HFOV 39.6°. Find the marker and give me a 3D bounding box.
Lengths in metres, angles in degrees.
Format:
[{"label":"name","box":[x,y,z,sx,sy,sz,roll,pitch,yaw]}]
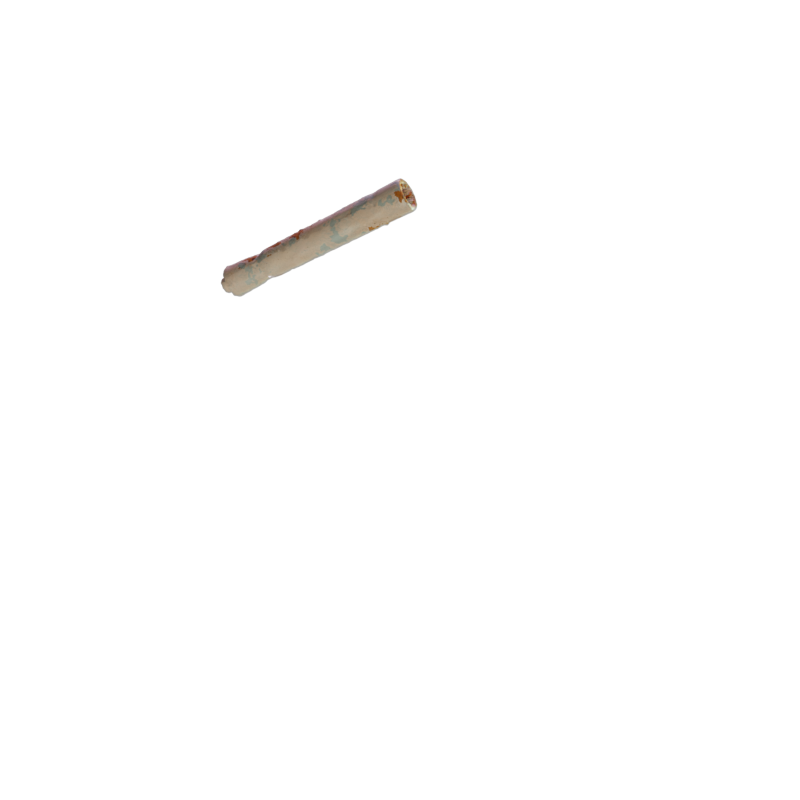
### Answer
[{"label":"marker","box":[-0.047,-0.086,0.600,0.121,0.020,0.019,-23,-6,24]}]
